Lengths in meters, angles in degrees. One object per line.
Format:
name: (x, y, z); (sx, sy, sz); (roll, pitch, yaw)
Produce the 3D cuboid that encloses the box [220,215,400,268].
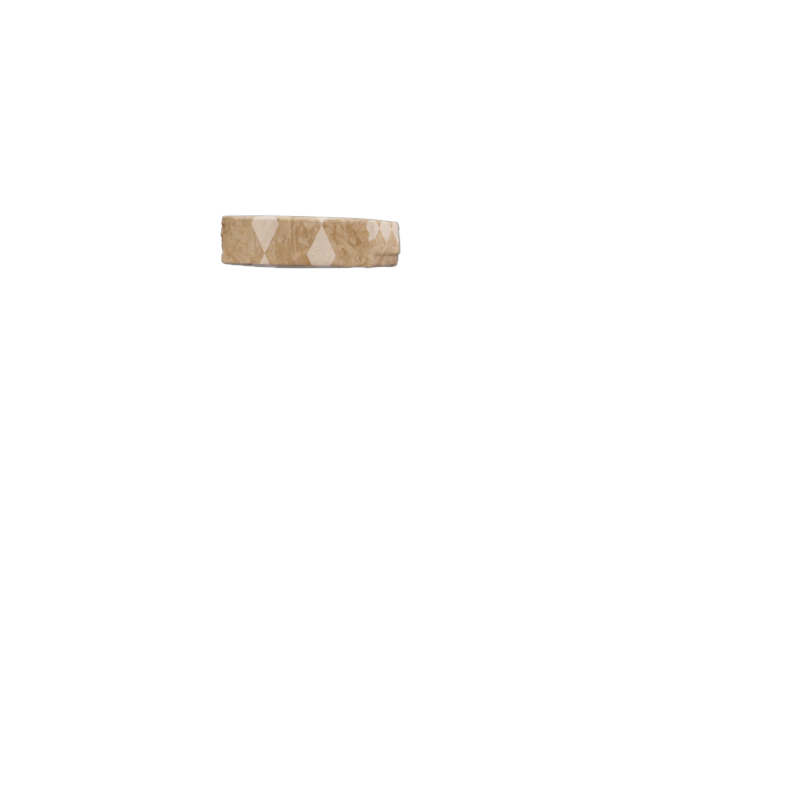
box: (-0.063, -0.115, 0.807); (0.116, 0.039, 0.089); (1, 6, 14)
